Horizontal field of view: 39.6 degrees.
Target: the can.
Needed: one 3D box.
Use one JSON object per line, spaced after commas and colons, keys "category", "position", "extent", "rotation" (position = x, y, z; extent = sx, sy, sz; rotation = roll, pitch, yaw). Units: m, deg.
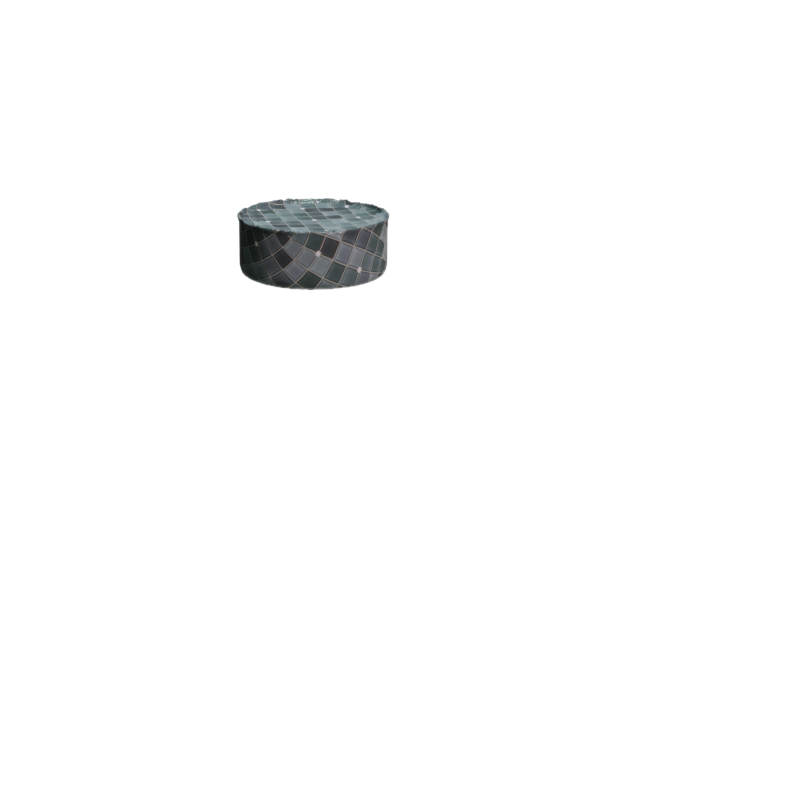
{"category": "can", "position": [-0.049, -0.090, 0.630], "extent": [0.086, 0.032, 0.090], "rotation": [-1, 21, -2]}
